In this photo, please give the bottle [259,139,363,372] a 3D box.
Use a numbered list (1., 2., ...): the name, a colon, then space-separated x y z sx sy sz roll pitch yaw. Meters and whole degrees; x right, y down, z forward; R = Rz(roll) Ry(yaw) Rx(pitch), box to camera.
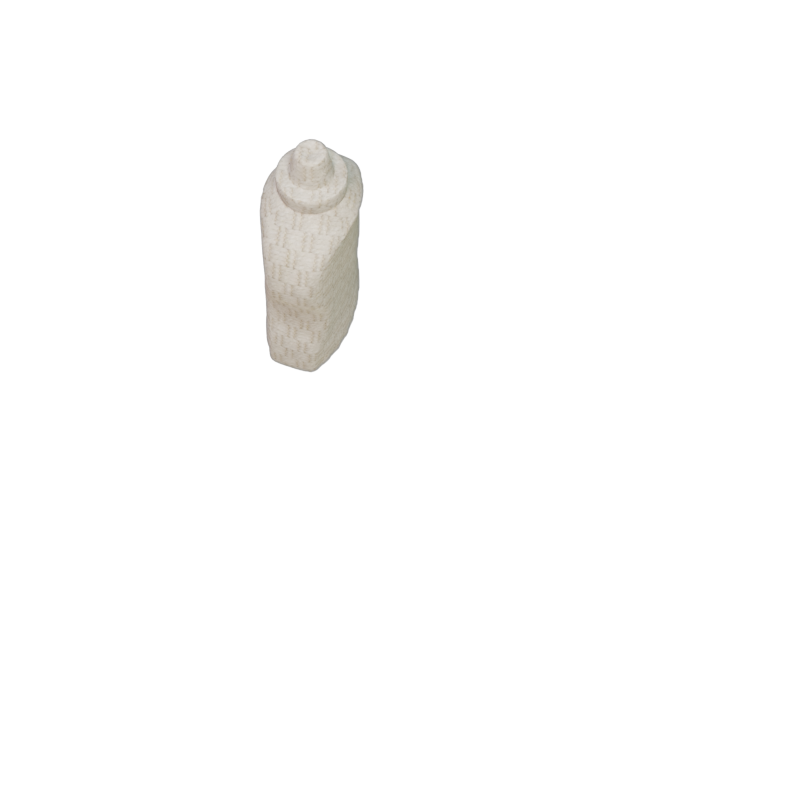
1. bottle: -0.054 -0.097 0.682 0.059 0.100 0.181 18 -25 4
